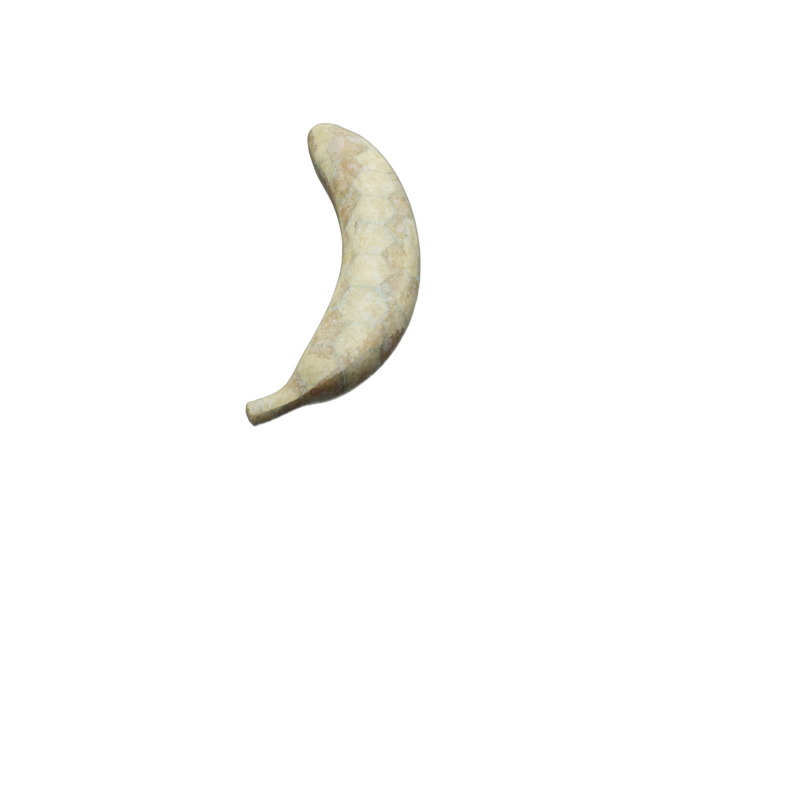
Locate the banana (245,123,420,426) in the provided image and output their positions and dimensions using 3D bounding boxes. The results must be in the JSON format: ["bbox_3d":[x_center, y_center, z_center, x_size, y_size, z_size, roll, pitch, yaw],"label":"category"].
[{"bbox_3d":[-0.024,-0.072,0.533,0.070,0.211,0.034,4,-42,3],"label":"banana"}]
